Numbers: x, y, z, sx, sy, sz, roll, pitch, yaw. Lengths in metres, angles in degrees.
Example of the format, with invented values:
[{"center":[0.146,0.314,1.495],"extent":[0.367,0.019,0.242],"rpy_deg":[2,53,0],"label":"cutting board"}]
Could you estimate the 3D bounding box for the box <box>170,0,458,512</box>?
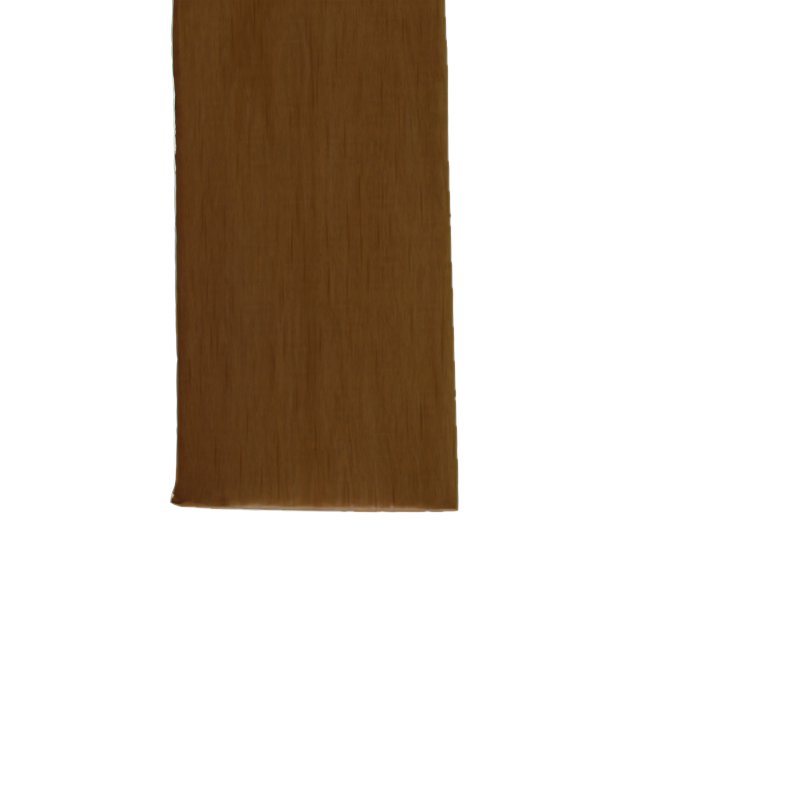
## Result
[{"center":[-0.029,-0.054,0.376],"extent":[0.093,0.179,0.047],"rpy_deg":[-1,-7,2],"label":"box"}]
